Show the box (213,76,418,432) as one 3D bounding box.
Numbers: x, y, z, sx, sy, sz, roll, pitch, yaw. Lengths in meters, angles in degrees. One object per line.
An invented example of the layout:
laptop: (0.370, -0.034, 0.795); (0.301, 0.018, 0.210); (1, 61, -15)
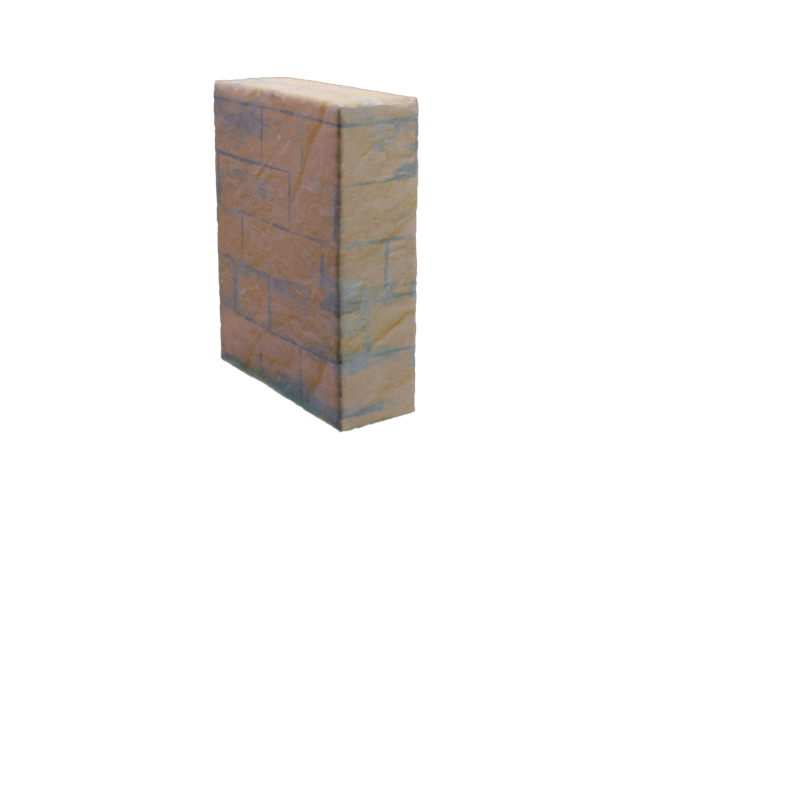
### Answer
box: (-0.060, -0.109, 0.765); (0.070, 0.206, 0.174); (-10, 20, -34)
